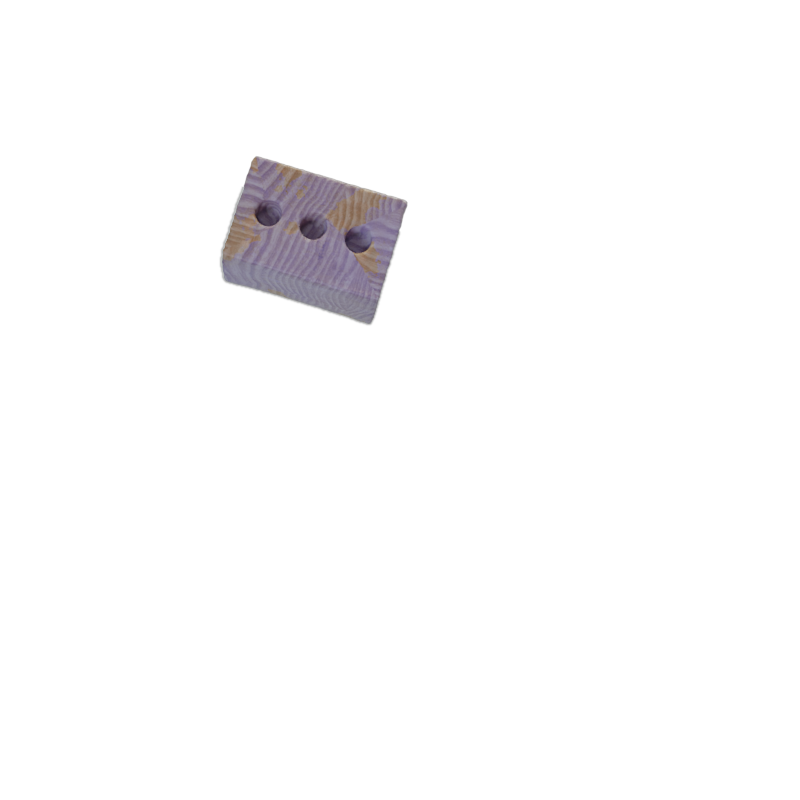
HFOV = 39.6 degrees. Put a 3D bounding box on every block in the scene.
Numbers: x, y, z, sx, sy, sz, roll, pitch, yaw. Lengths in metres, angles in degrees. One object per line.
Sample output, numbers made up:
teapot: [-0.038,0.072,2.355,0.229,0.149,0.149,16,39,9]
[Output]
block: [-0.042,-0.076,0.534,0.079,0.054,0.049,16,-13,3]
